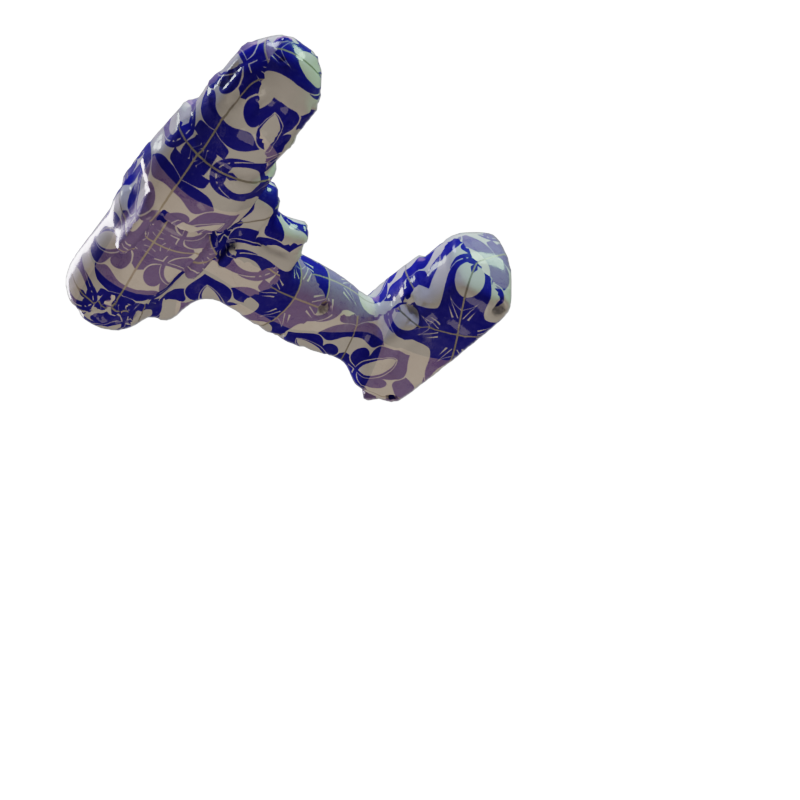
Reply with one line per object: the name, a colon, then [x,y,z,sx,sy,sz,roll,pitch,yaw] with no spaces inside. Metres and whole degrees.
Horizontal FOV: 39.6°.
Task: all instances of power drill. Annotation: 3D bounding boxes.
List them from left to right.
power drill: [-0.041,-0.075,0.524,0.178,0.061,0.181,23,-42,-28]
